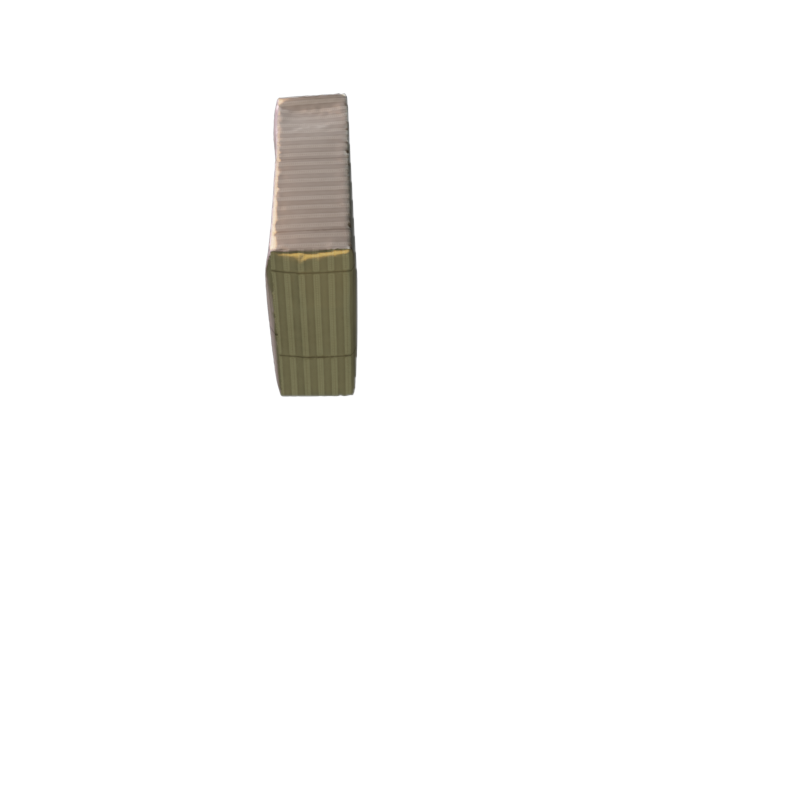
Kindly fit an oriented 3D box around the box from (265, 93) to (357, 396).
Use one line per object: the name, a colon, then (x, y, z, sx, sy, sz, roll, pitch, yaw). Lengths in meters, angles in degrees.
box: (-0.074, -0.136, 0.950, 0.072, 0.153, 0.230, -2, 45, -2)
